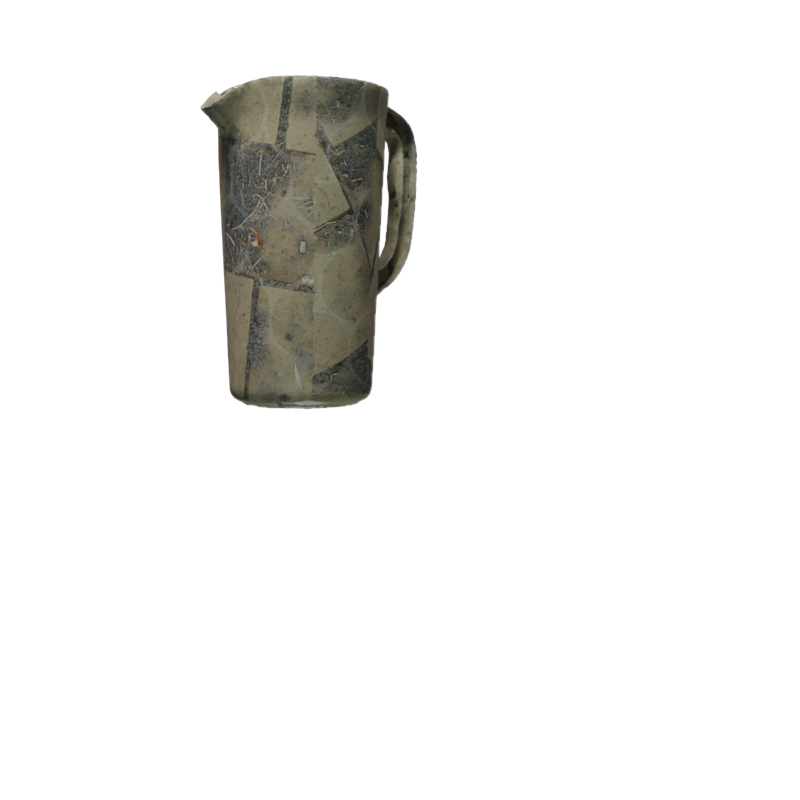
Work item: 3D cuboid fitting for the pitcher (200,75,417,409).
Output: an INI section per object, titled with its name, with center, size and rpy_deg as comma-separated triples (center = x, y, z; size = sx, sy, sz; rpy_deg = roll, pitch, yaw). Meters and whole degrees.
[pitcher]
center = -0.066, -0.121, 0.847
size = 0.151, 0.244, 0.143
rpy_deg = 0, 0, 8
